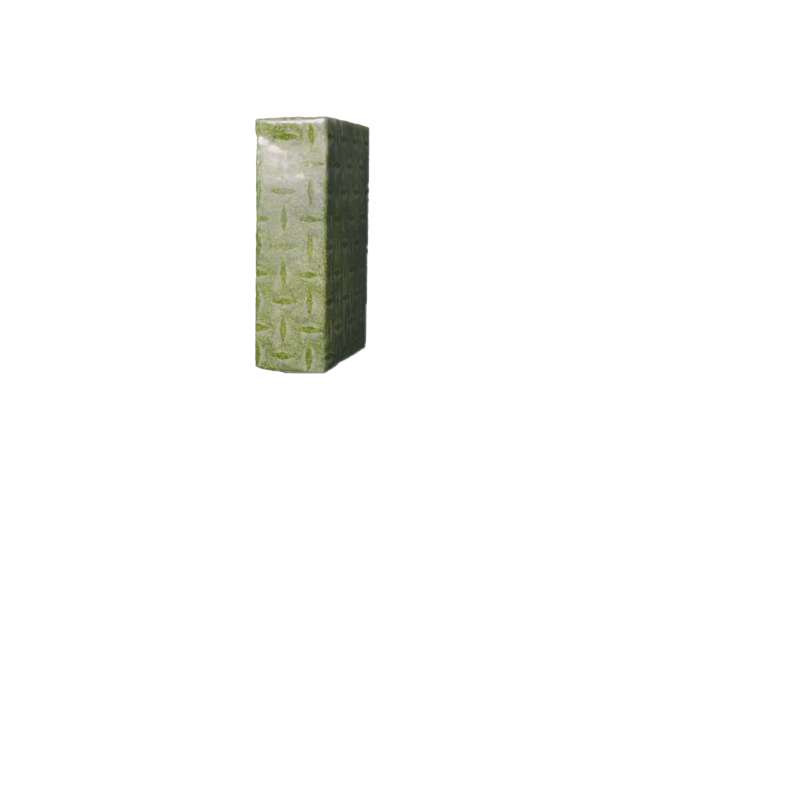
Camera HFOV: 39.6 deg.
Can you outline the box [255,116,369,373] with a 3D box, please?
[{"bbox_3d":[-0.077,-0.141,0.990,0.073,0.212,0.163,1,6,11],"label":"box"}]
